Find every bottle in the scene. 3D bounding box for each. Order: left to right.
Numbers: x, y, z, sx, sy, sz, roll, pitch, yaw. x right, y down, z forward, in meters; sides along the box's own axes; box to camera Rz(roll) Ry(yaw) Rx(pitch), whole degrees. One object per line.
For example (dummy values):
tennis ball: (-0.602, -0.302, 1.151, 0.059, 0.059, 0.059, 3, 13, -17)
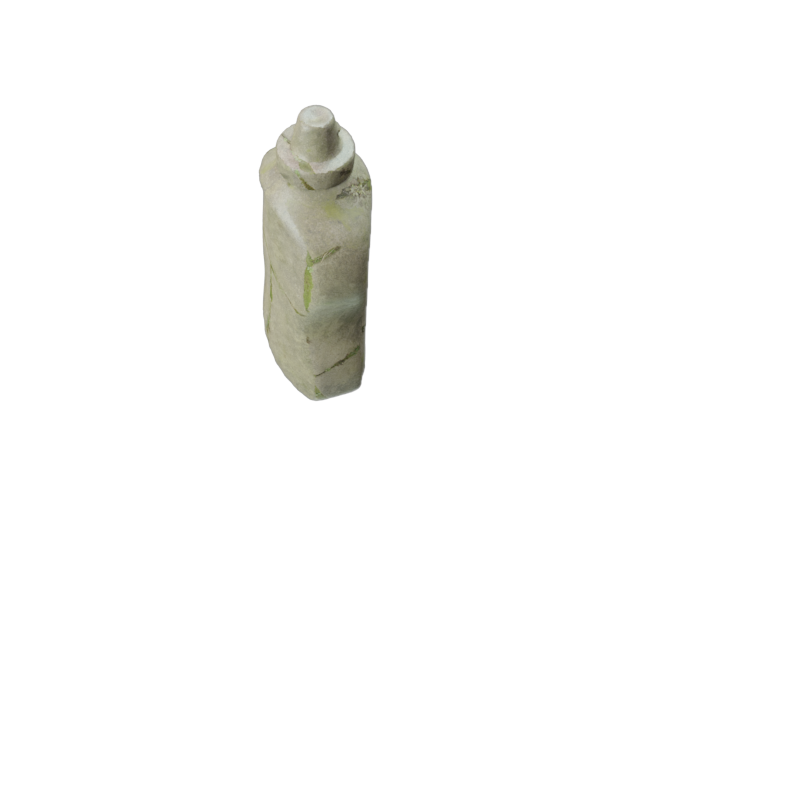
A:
bottle: (-0.048, -0.089, 0.621, 0.058, 0.104, 0.179, -12, -34, -13)
